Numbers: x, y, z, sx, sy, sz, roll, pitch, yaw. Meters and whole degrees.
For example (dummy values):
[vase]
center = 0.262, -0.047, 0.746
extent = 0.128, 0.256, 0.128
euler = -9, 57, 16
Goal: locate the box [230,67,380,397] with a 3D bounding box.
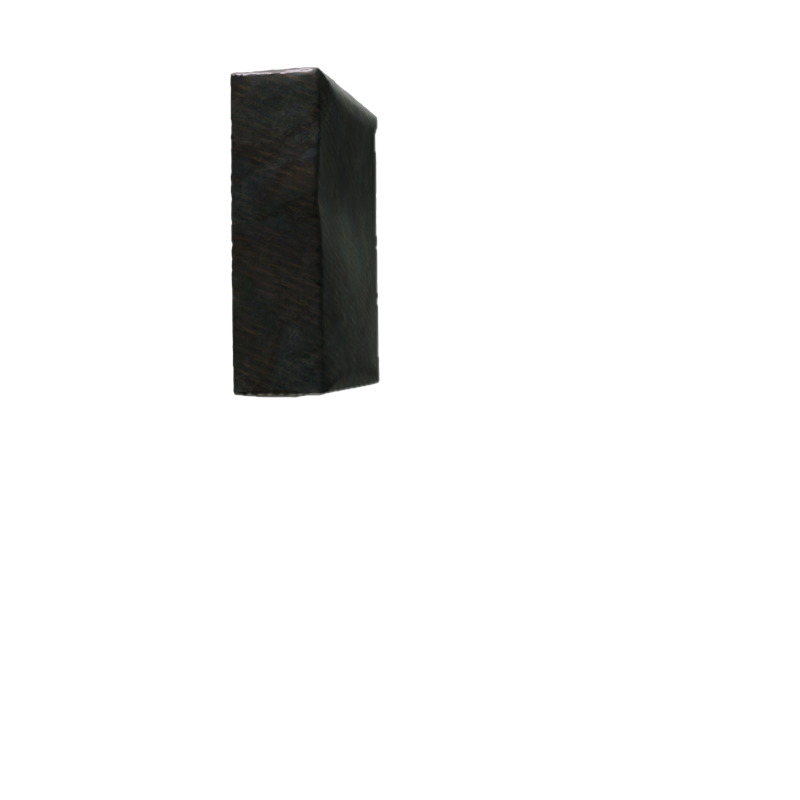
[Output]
[box]
center = -0.062, -0.113, 0.790
extent = 0.073, 0.216, 0.160
euler = -1, -3, 13
